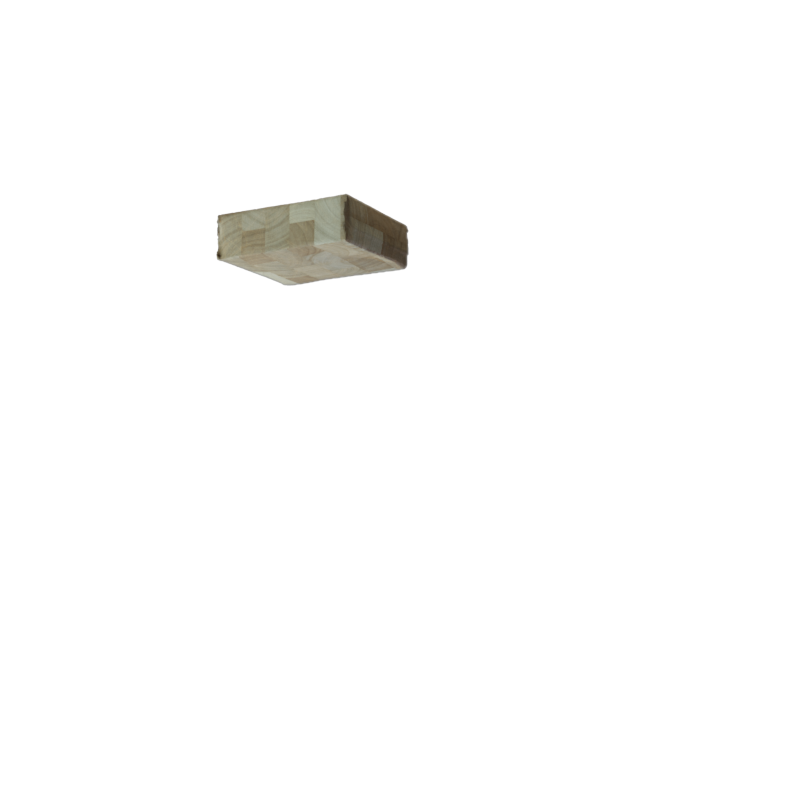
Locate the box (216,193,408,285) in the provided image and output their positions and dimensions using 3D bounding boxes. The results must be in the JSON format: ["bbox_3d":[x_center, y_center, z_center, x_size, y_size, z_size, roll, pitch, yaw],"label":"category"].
[{"bbox_3d":[-0.063,-0.115,0.806,0.116,0.040,0.085,-6,-12,29],"label":"box"}]
